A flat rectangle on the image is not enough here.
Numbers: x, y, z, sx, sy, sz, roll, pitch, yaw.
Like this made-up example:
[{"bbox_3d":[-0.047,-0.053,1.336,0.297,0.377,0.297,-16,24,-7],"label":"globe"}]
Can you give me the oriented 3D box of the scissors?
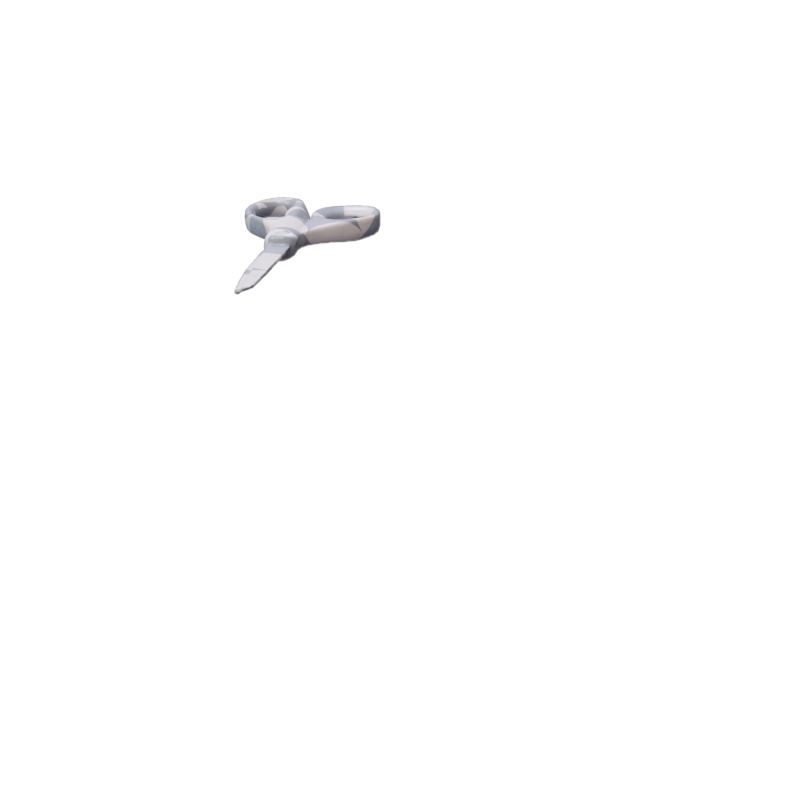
[{"bbox_3d":[-0.051,-0.093,0.653,0.095,0.015,0.212,-3,22,-8],"label":"scissors"}]
